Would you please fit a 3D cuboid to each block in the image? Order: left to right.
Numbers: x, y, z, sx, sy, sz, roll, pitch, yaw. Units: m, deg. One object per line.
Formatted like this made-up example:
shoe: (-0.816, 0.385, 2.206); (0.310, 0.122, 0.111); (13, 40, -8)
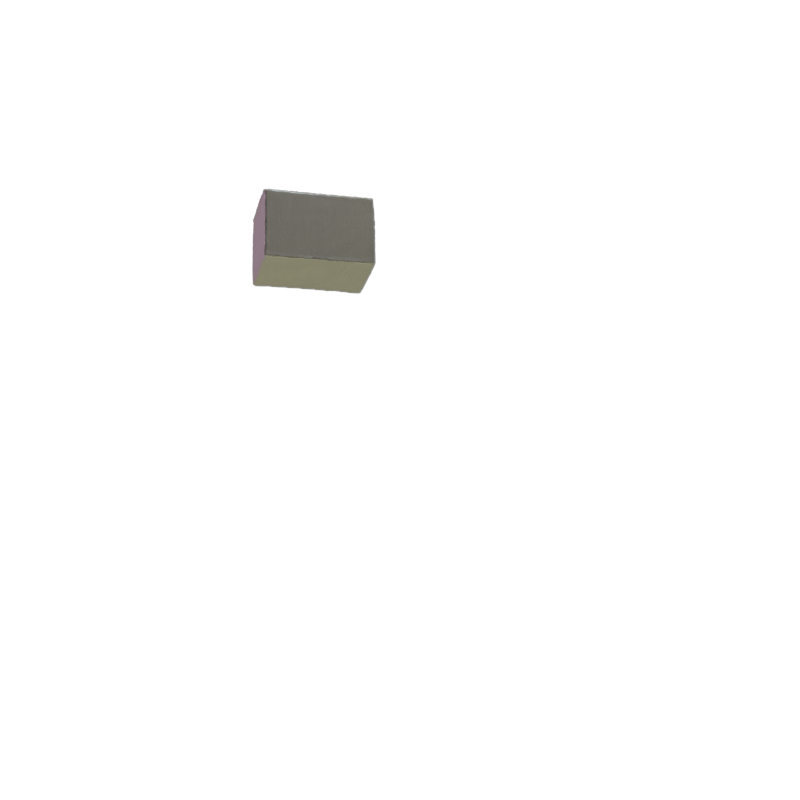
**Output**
block: (-0.059, -0.108, 0.759); (0.077, 0.054, 0.051); (4, -23, -12)
